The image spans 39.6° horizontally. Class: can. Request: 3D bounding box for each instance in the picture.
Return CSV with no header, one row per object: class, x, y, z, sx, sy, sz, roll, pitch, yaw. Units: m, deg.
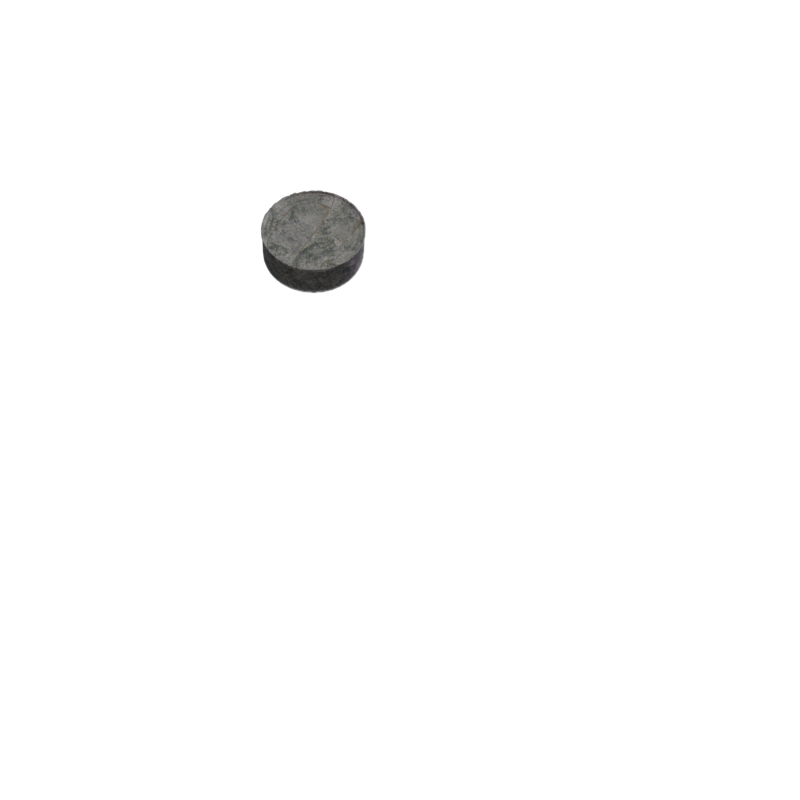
can,-0.072,-0.131,0.915,0.086,0.092,0.031,-1,-36,-1
